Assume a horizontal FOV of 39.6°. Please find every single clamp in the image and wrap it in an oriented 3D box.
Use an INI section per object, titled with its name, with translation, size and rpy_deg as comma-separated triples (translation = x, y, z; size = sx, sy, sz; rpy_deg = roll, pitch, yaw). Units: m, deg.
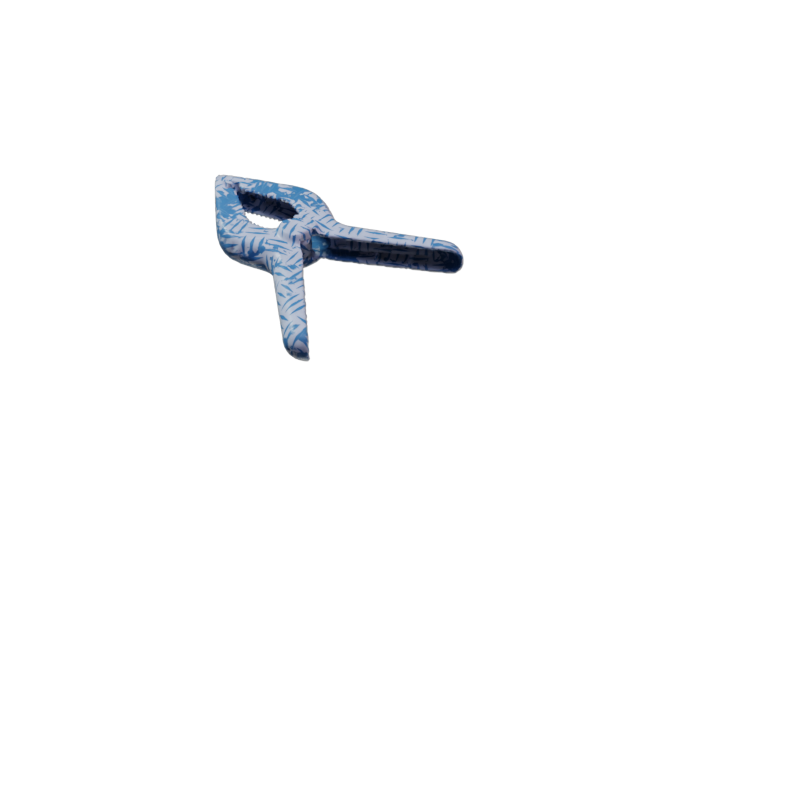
[clamp]
translation = -0.067, -0.122, 0.857
size = 0.163, 0.034, 0.226
rpy_deg = -25, 47, -26
